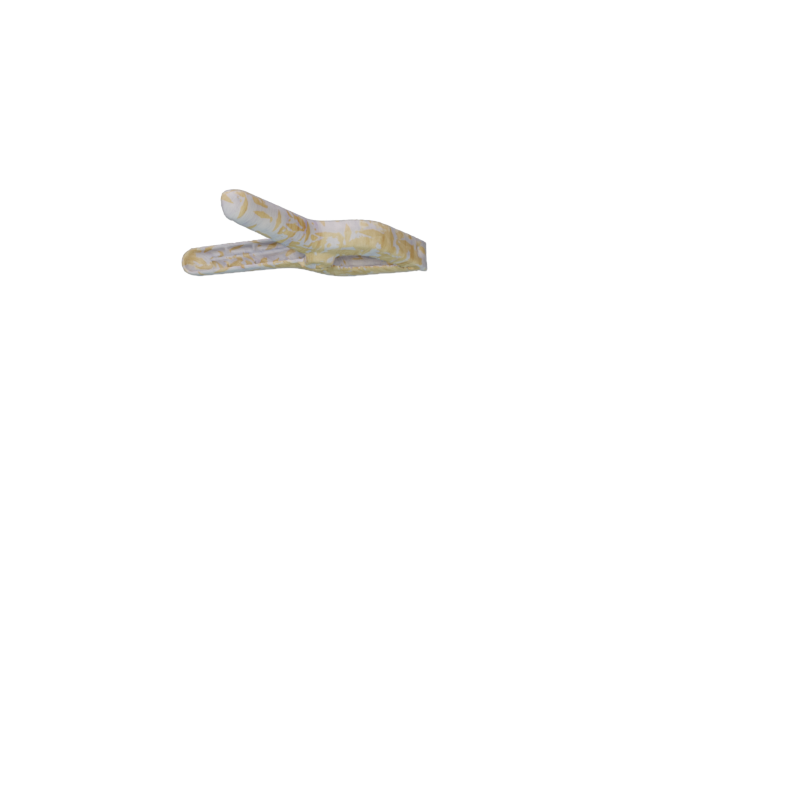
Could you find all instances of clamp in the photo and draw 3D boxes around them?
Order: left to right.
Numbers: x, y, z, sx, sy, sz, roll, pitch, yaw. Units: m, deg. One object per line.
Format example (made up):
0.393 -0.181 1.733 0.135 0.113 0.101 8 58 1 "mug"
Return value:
-0.073 -0.134 0.935 0.207 0.038 0.161 2 -12 -12 "clamp"
